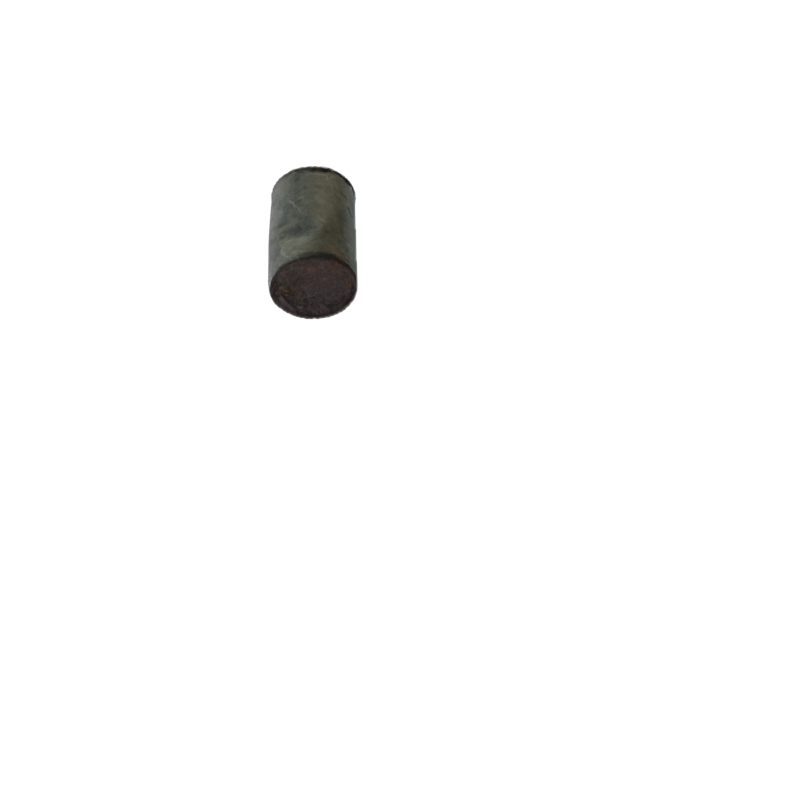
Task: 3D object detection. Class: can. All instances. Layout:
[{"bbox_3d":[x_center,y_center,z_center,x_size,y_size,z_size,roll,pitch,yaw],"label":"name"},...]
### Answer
[{"bbox_3d":[-0.066,-0.121,0.849,0.068,0.110,0.064,-1,-42,-3],"label":"can"}]
